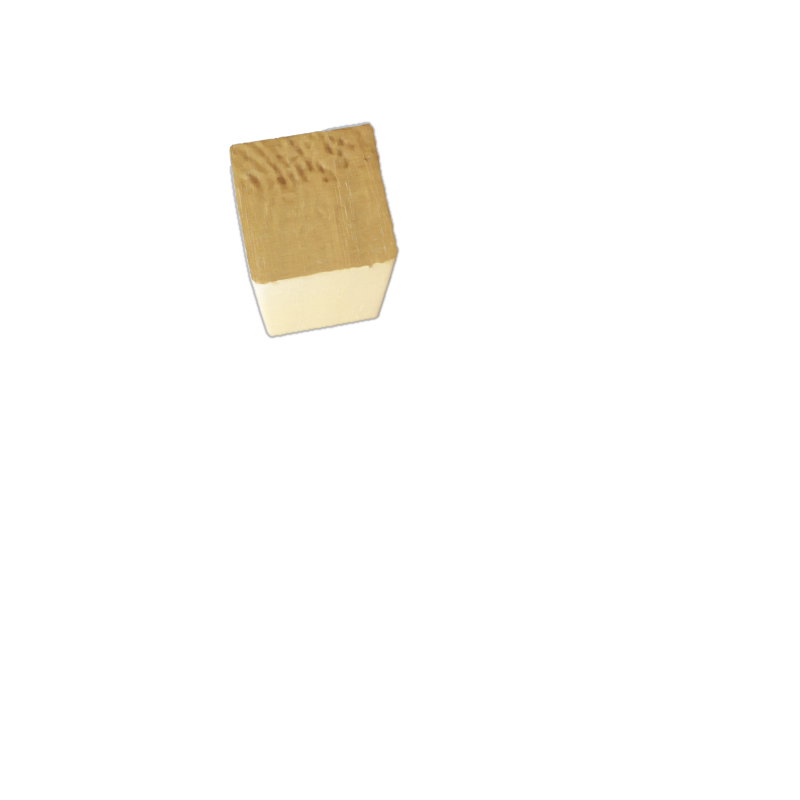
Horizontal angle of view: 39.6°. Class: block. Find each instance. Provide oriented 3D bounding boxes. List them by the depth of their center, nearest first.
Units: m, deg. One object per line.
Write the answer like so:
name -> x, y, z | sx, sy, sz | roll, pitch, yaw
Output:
block -> -0.059, -0.108, 0.758 | 0.090, 0.093, 0.202 | -10, -6, -5
